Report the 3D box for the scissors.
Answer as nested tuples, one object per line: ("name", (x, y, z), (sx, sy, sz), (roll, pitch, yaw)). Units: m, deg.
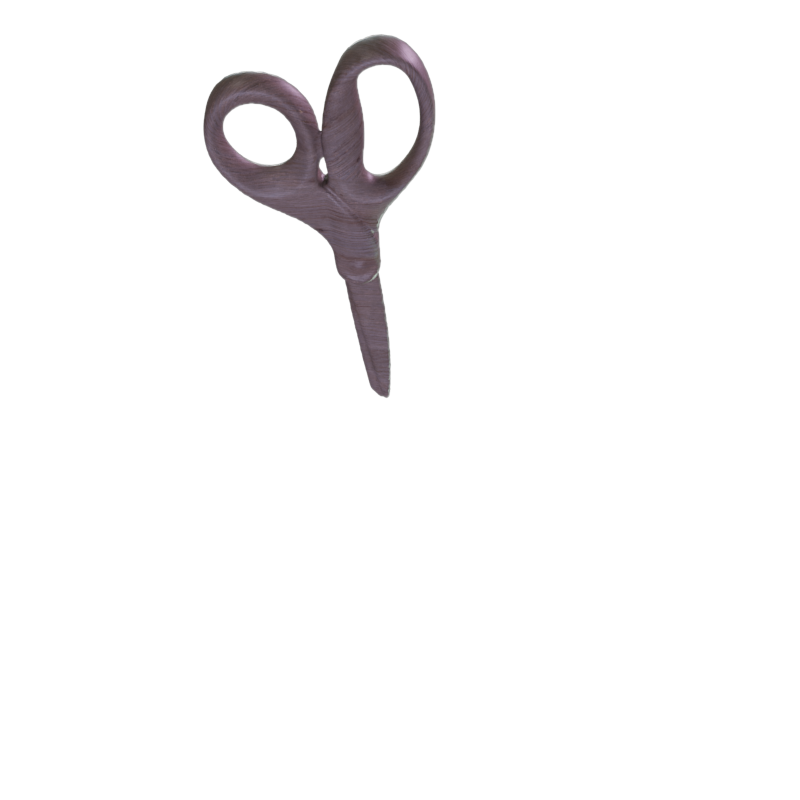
("scissors", (-0.036, -0.066, 0.461), (0.095, 0.017, 0.190), (6, -42, -7))
